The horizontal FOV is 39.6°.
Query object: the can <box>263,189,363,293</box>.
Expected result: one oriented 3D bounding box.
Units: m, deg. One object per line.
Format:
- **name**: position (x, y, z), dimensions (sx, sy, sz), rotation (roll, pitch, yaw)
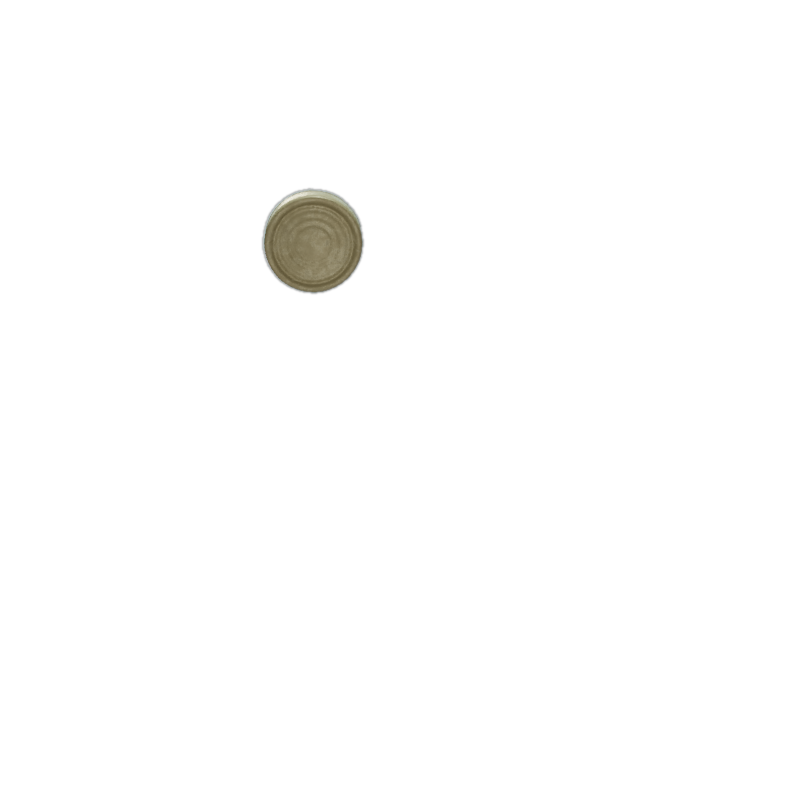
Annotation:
- **can**: position (-0.074, -0.136, 0.950), dimensions (0.086, 0.084, 0.034), rotation (0, 11, -1)
